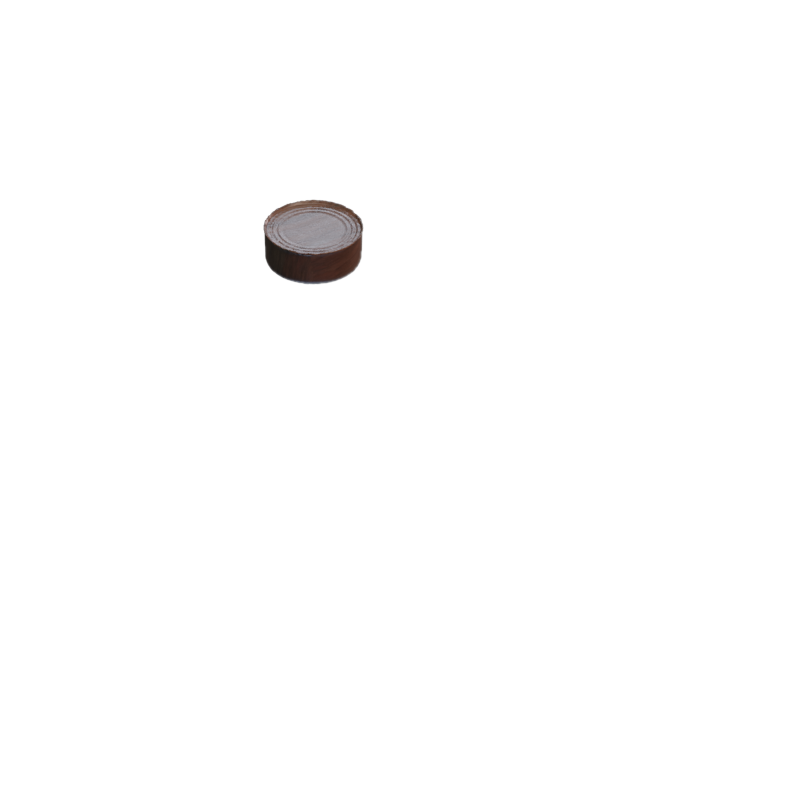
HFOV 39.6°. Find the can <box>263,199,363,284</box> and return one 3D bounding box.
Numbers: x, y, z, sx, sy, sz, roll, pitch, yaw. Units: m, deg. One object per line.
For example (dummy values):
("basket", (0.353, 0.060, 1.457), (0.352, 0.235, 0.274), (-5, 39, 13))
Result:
("can", (-0.075, -0.137, 0.959), (0.086, 0.031, 0.092), (-1, 38, -2))
